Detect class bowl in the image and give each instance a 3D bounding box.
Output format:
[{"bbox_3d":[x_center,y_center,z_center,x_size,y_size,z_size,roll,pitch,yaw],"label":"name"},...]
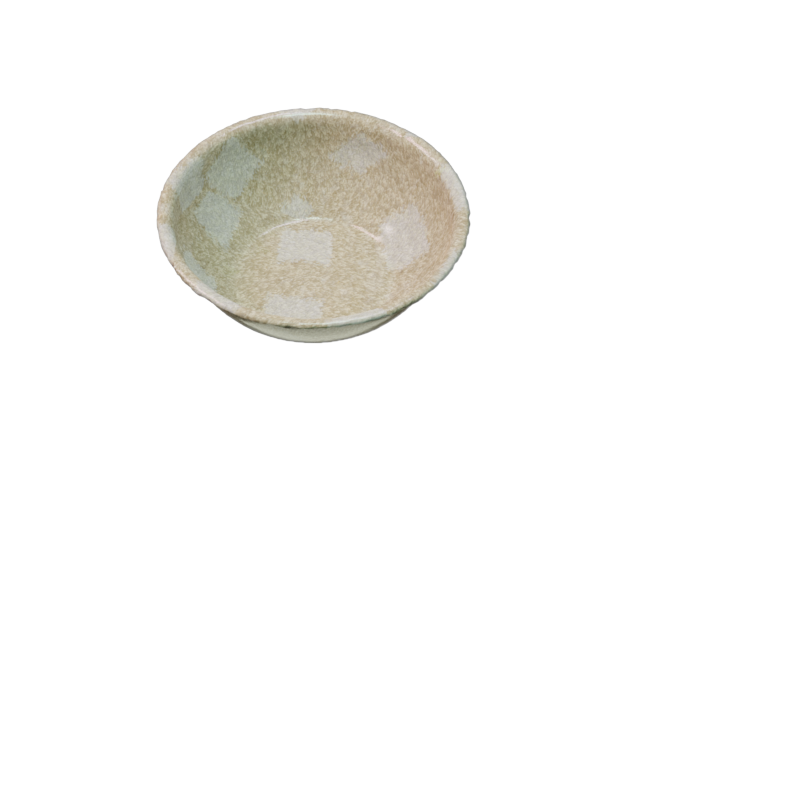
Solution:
[{"bbox_3d":[-0.046,-0.084,0.591,0.162,0.174,0.051,-1,-41,-1],"label":"bowl"}]
